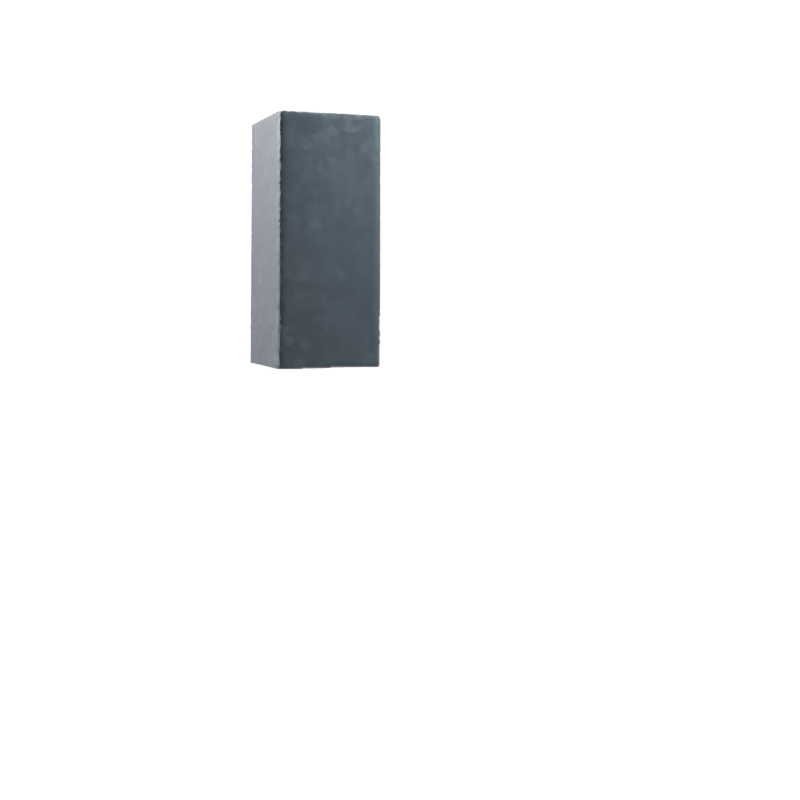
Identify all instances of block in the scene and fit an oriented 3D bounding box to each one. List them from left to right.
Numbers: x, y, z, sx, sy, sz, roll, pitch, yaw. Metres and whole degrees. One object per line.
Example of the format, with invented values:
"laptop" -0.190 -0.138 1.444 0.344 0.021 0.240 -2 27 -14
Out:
"block" -0.072 -0.133 0.932 0.088 0.207 0.093 0 -1 -21
